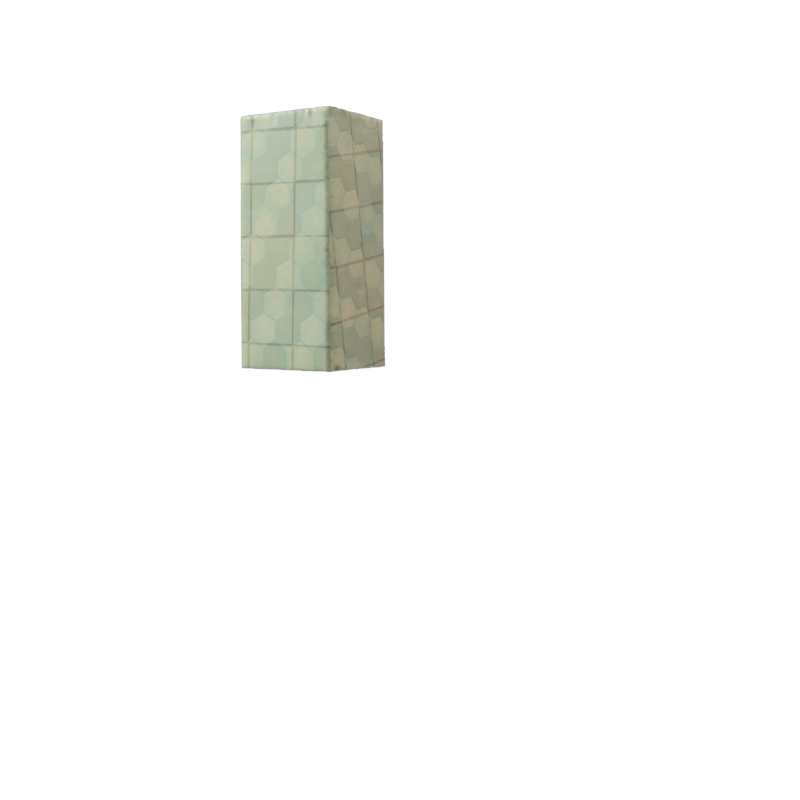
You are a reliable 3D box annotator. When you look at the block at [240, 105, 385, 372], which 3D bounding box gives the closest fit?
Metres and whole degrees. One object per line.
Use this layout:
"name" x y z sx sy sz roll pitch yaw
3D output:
"block" -0.072 -0.131 0.914 0.094 0.207 0.087 -1 -2 31
